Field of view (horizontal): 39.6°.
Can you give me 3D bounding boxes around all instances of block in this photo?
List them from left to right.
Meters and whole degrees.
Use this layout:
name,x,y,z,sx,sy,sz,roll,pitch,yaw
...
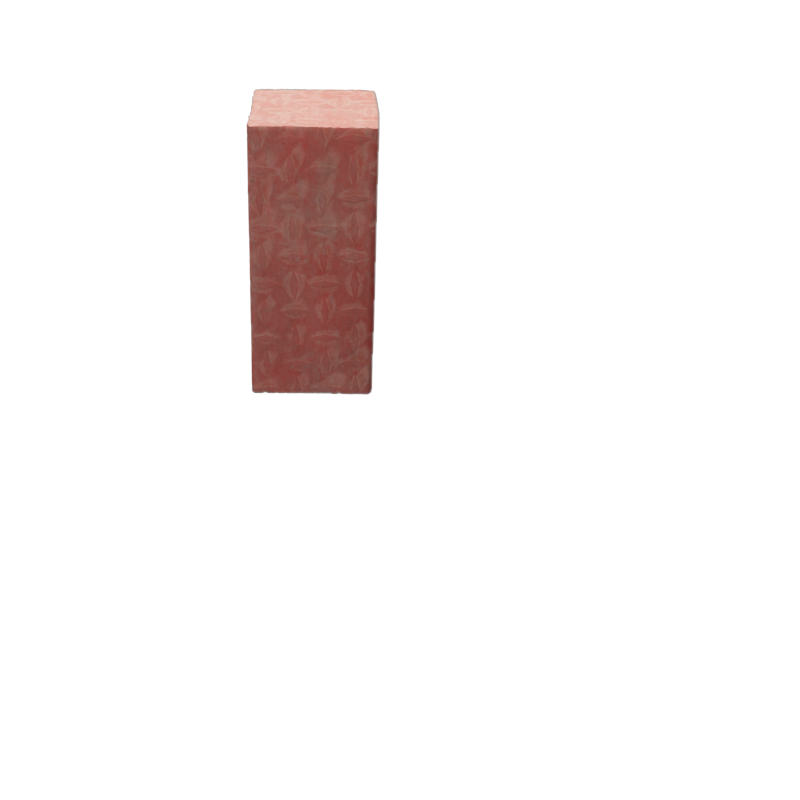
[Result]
name,x,y,z,sx,sy,sz,roll,pitch,yaw
block,-0.063,-0.116,0.813,0.091,0.195,0.095,1,27,-2
